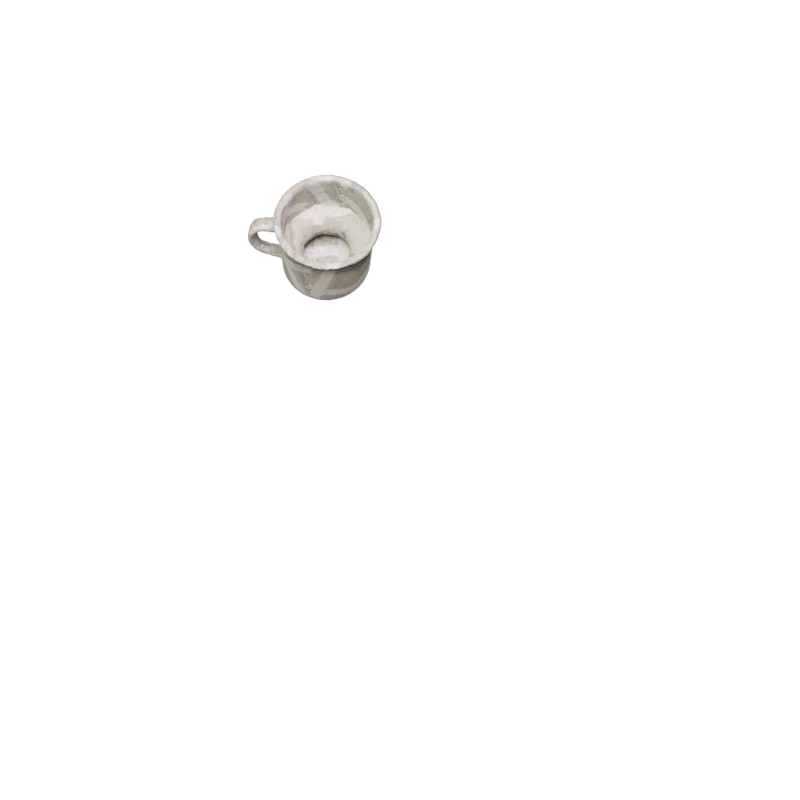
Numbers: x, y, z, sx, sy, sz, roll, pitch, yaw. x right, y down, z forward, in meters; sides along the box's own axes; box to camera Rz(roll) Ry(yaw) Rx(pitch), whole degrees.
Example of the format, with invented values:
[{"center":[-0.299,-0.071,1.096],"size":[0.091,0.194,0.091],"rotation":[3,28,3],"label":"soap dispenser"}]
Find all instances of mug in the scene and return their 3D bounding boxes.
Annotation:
[{"center":[-0.077,-0.141,0.990],"size":[0.117,0.098,0.077],"rotation":[2,-25,0],"label":"mug"}]
